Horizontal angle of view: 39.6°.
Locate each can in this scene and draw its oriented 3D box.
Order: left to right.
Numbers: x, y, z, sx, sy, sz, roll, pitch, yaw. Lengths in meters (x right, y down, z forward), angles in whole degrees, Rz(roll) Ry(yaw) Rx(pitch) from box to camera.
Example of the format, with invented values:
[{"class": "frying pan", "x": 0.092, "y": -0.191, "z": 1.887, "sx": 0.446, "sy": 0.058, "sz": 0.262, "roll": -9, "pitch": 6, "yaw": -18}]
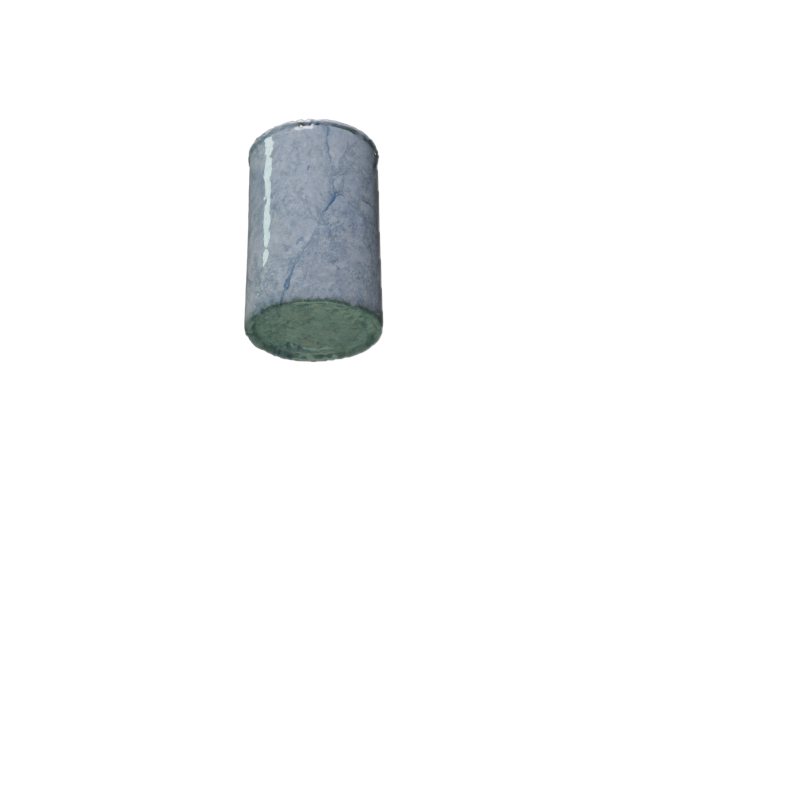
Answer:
[{"class": "can", "x": -0.043, "y": -0.079, "z": 0.550, "sx": 0.068, "sy": 0.109, "sz": 0.065, "roll": 0, "pitch": -28, "yaw": -2}]
